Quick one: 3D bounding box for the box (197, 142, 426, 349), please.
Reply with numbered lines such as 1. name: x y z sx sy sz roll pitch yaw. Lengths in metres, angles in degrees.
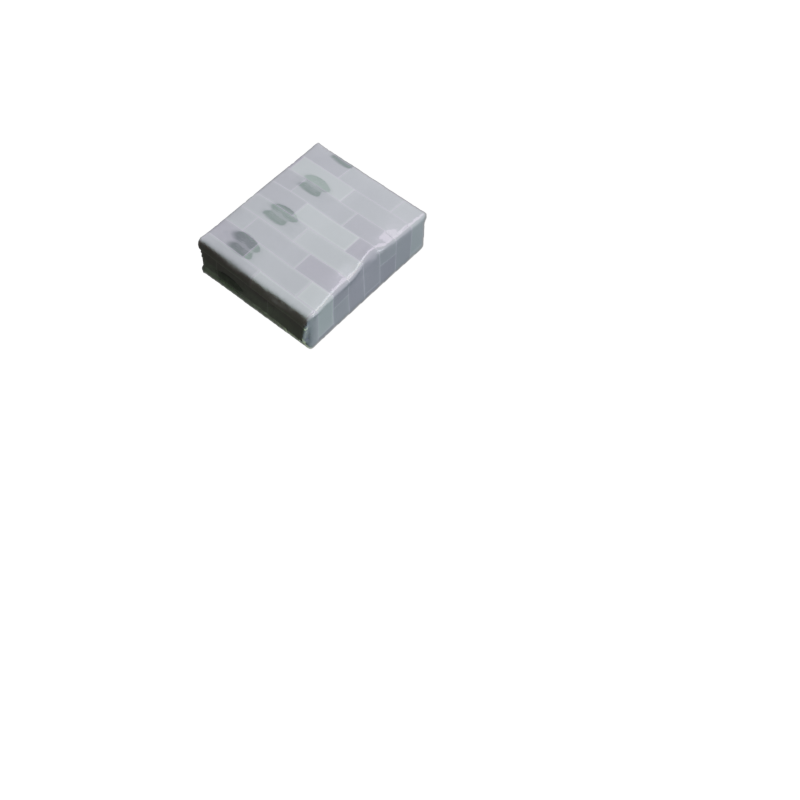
1. box: -0.043 -0.078 0.544 0.077 0.091 0.028 35 -29 22
